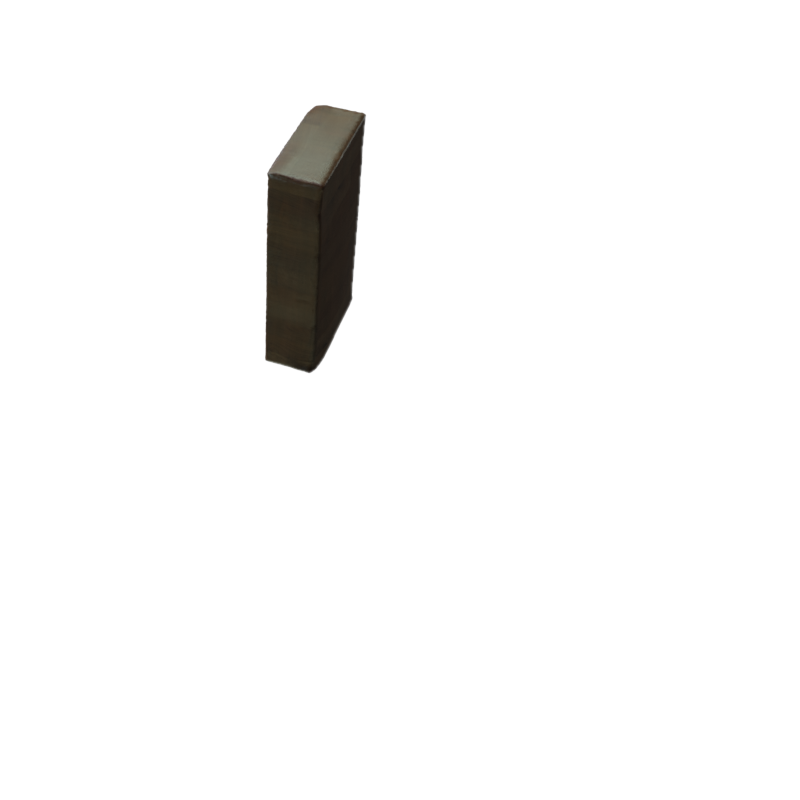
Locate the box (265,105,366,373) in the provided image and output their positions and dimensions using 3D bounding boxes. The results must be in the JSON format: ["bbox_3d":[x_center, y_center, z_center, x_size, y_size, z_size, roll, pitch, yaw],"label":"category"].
[{"bbox_3d":[-0.062,-0.113,0.791,0.049,0.164,0.098,13,44,10],"label":"box"}]
